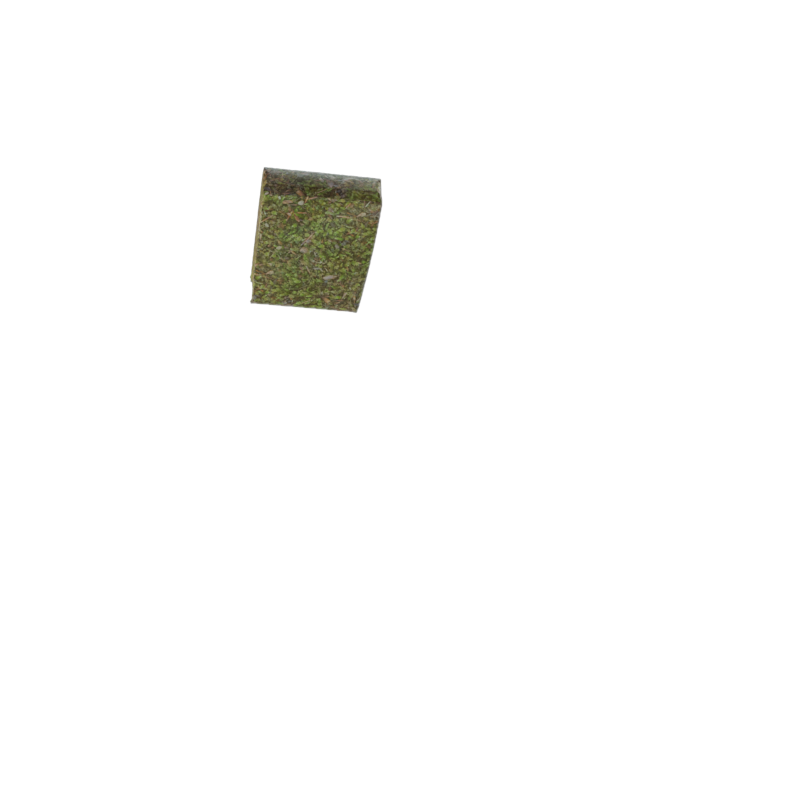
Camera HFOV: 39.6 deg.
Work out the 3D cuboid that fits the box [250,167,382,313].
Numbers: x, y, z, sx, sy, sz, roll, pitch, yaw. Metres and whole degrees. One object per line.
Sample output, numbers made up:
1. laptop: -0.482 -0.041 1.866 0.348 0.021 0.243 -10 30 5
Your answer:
1. box: -0.066 -0.121 0.849 0.089 0.107 0.042 7 40 -7
